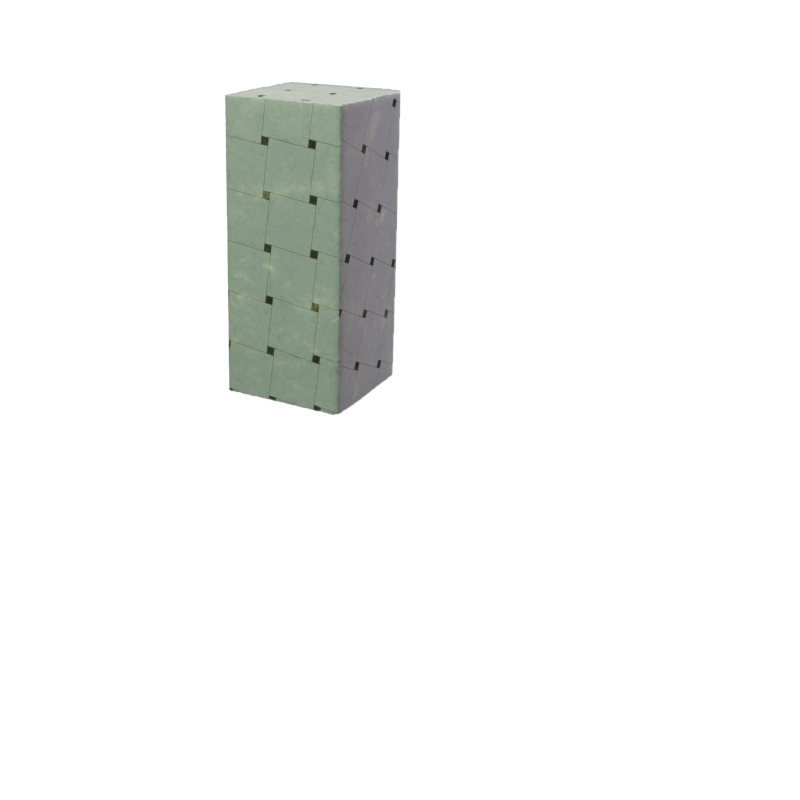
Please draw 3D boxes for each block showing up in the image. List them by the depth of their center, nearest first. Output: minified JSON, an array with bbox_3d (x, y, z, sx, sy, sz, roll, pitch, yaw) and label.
[{"bbox_3d":[-0.059,-0.109,0.762,0.094,0.199,0.090,9,18,26],"label":"block"}]
